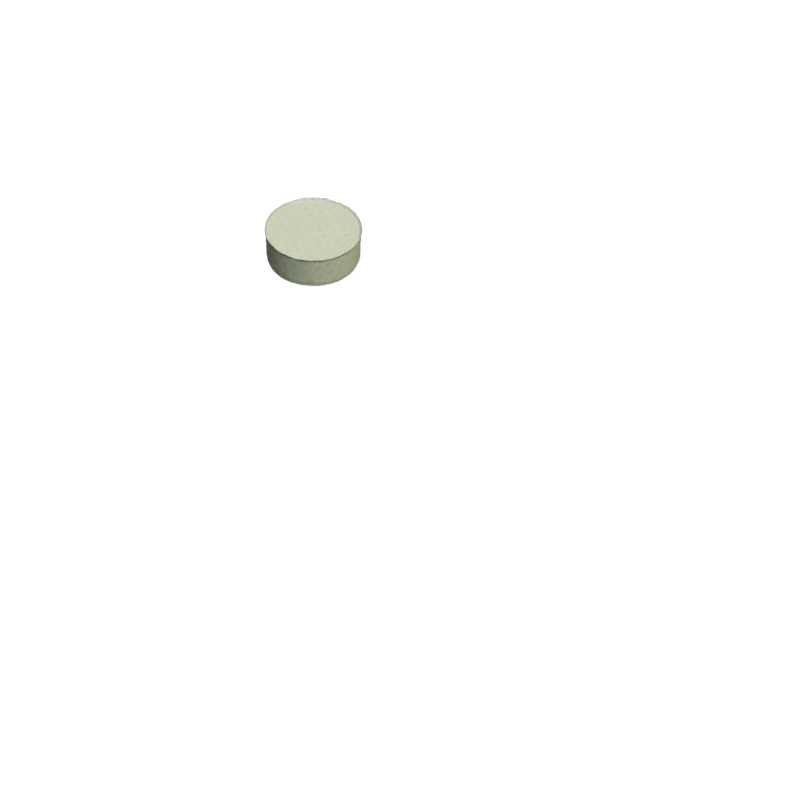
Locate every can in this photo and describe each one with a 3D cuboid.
[{"bbox_3d":[-0.077,-0.140,0.983,0.086,0.031,0.092,-1,45,-1],"label":"can"}]
